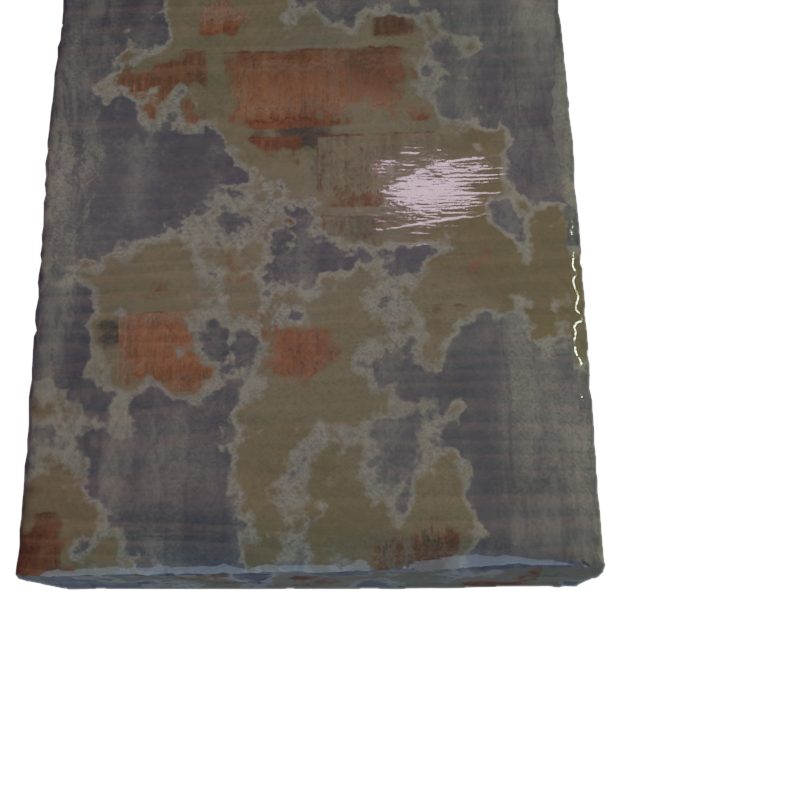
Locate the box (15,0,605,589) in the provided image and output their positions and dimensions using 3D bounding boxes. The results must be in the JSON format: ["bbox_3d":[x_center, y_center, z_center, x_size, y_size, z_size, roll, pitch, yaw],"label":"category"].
[{"bbox_3d":[-0.028,-0.051,0.358,0.164,0.223,0.069,-1,-17,1],"label":"box"}]
